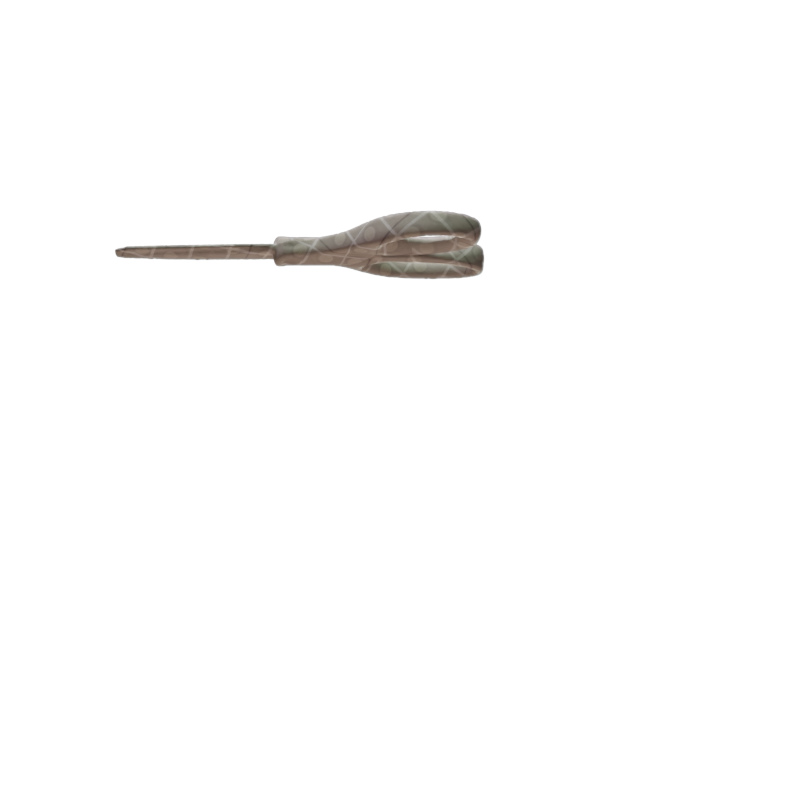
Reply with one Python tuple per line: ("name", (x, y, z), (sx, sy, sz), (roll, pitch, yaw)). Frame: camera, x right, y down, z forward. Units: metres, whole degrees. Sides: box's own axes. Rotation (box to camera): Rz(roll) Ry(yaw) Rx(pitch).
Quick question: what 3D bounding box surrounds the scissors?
("scissors", (-0.046, -0.084, 0.587), (0.198, 0.016, 0.095), (3, -11, -14))
